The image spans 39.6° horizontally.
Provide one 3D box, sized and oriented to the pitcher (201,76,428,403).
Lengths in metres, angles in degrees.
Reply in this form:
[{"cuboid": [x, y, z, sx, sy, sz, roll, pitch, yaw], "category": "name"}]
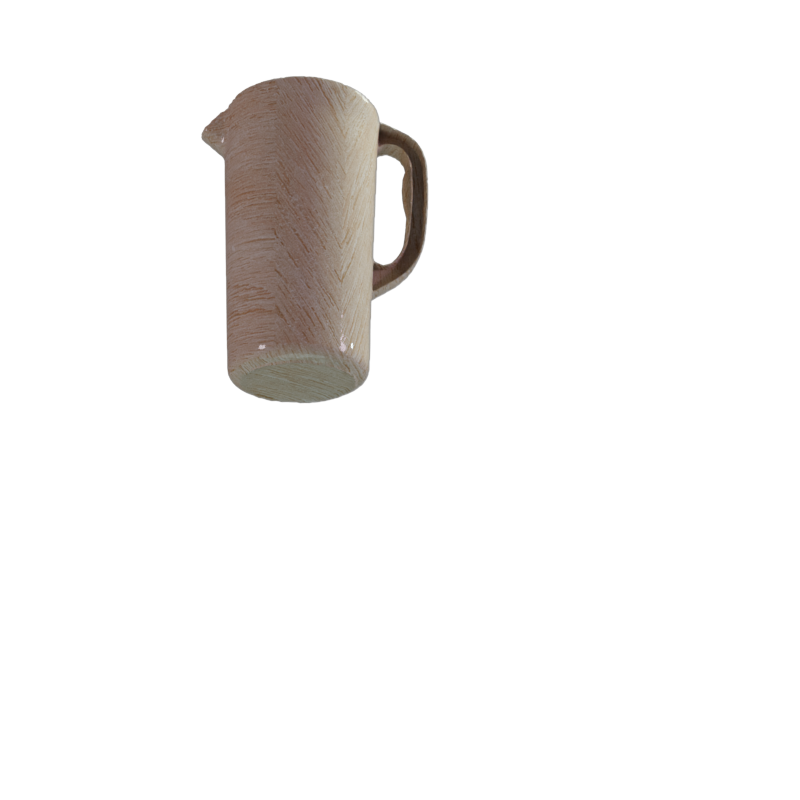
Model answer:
[{"cuboid": [-0.070, -0.127, 0.890, 0.151, 0.257, 0.135, -18, -29, 31], "category": "pitcher"}]
